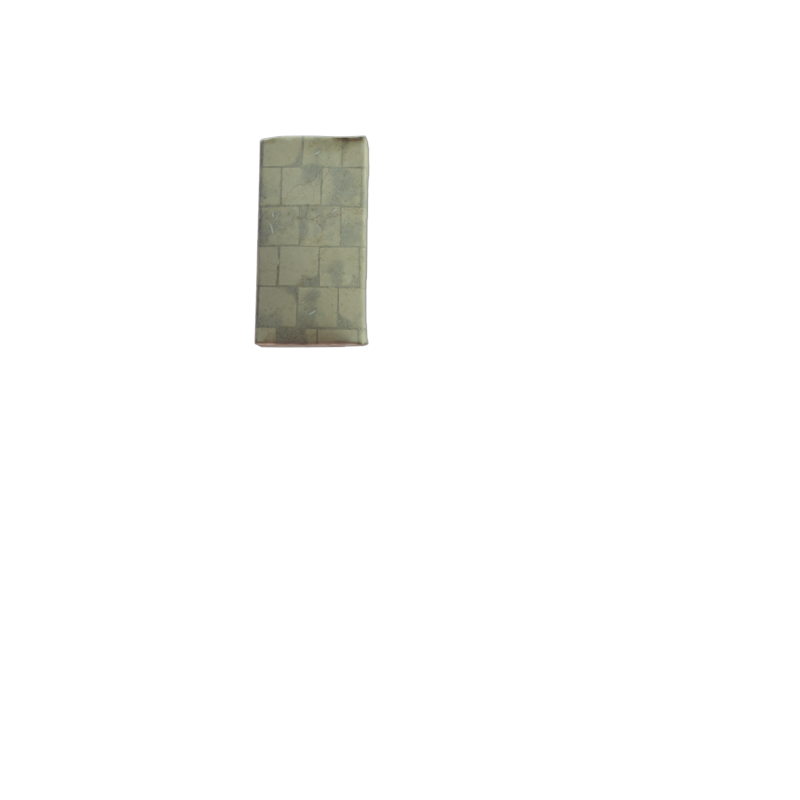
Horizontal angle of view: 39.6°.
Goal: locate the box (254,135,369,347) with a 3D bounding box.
[{"bbox_3d":[-0.073,-0.133,0.930,0.094,0.179,0.047,-1,-6,5],"label":"box"}]
